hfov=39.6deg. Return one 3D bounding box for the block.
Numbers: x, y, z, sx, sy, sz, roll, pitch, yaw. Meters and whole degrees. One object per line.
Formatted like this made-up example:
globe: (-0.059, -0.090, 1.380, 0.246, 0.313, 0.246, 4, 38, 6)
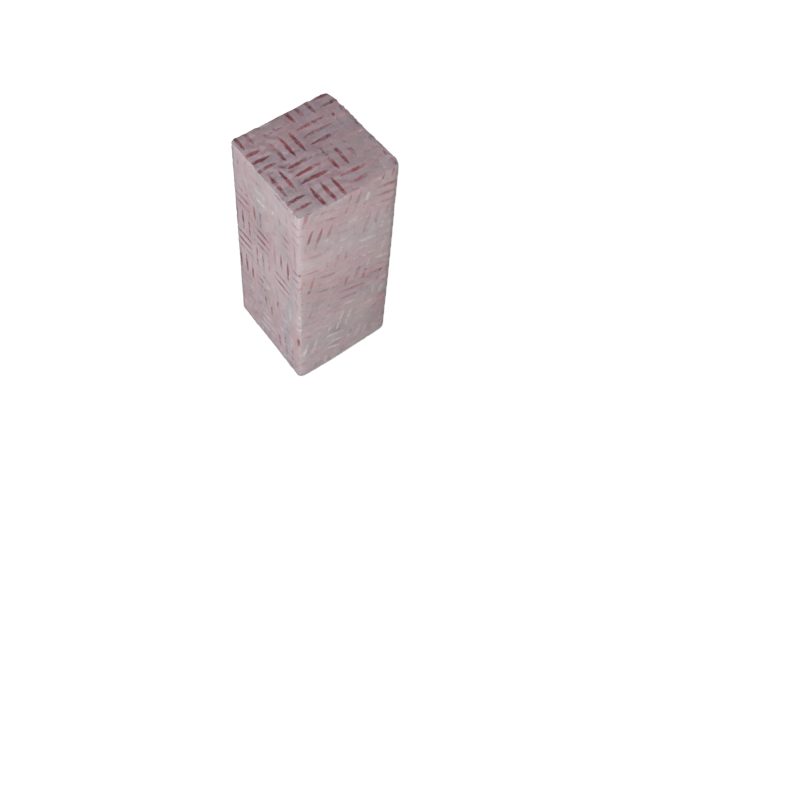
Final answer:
block: (-0.067, -0.123, 0.864, 0.090, 0.097, 0.193, -31, -26, -21)
